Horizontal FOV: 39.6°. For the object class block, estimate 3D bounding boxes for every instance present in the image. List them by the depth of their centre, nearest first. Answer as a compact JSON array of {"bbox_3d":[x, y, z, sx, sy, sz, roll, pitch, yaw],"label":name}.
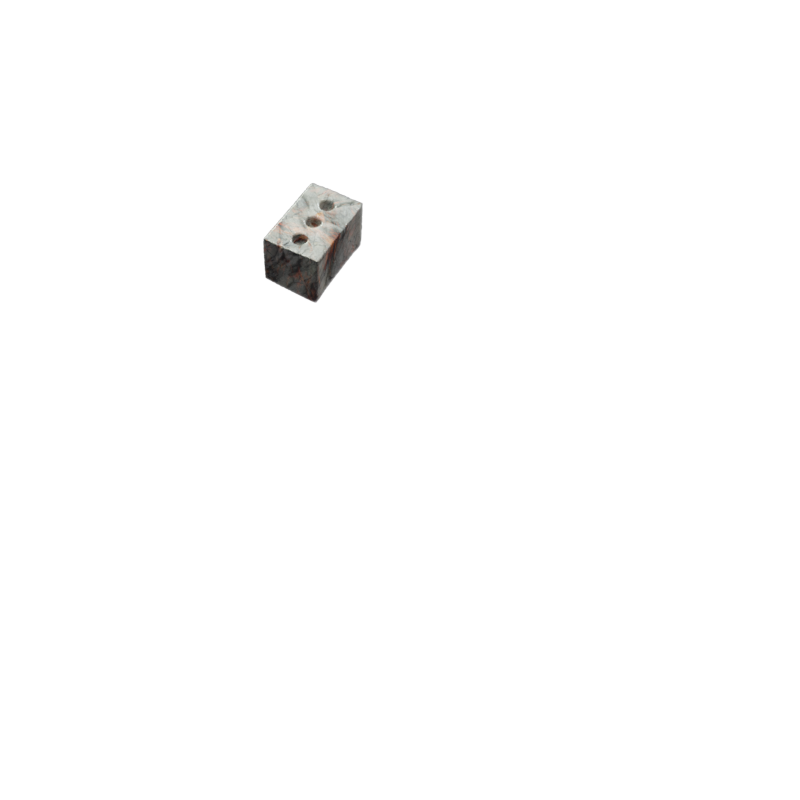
[{"bbox_3d":[-0.073,-0.132,0.927,0.055,0.080,0.048,24,-35,16],"label":"block"}]
